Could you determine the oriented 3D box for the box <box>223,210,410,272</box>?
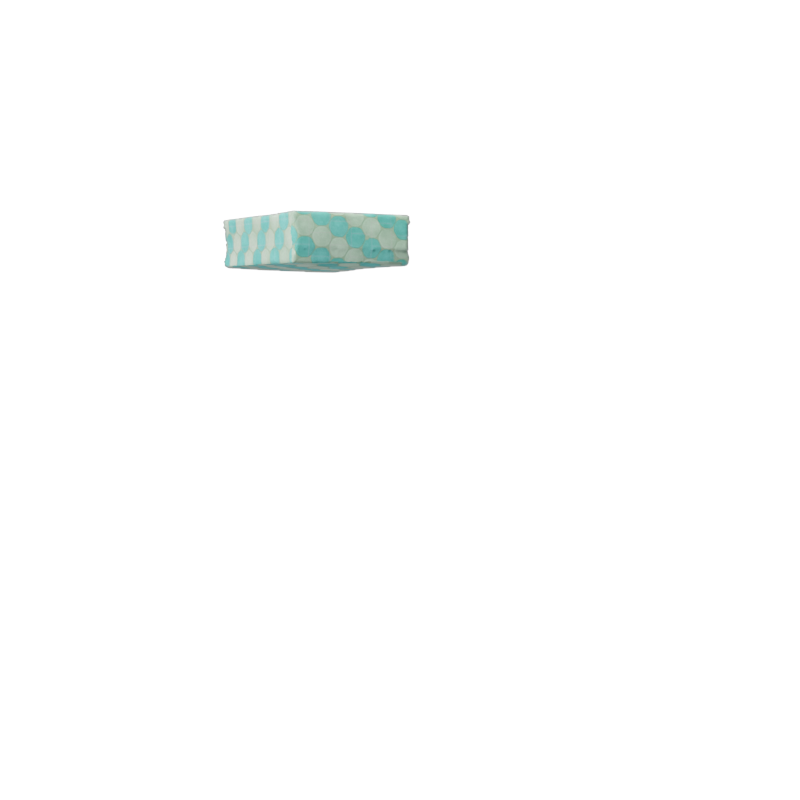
[{"bbox_3d":[-0.060,-0.110,0.768,0.087,0.039,0.117,-1,3,-31],"label":"box"}]
